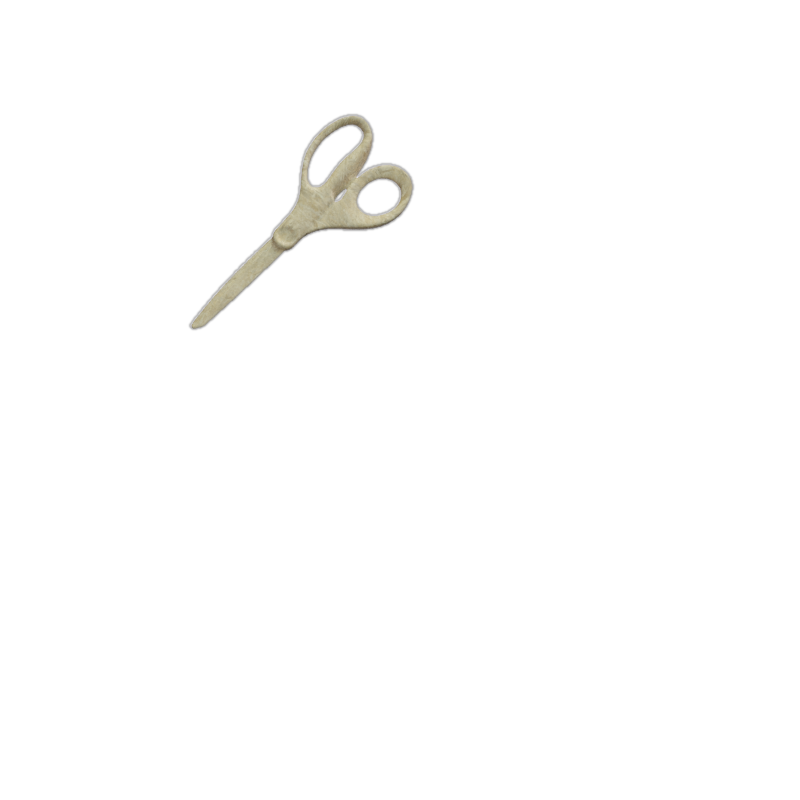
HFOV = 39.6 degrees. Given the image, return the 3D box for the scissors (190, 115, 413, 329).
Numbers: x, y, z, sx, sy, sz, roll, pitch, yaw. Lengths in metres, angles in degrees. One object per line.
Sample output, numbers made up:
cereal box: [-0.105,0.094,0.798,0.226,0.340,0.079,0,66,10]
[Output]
scissors: [-0.065,-0.118,0.828,0.097,0.204,0.015,28,-9,5]
